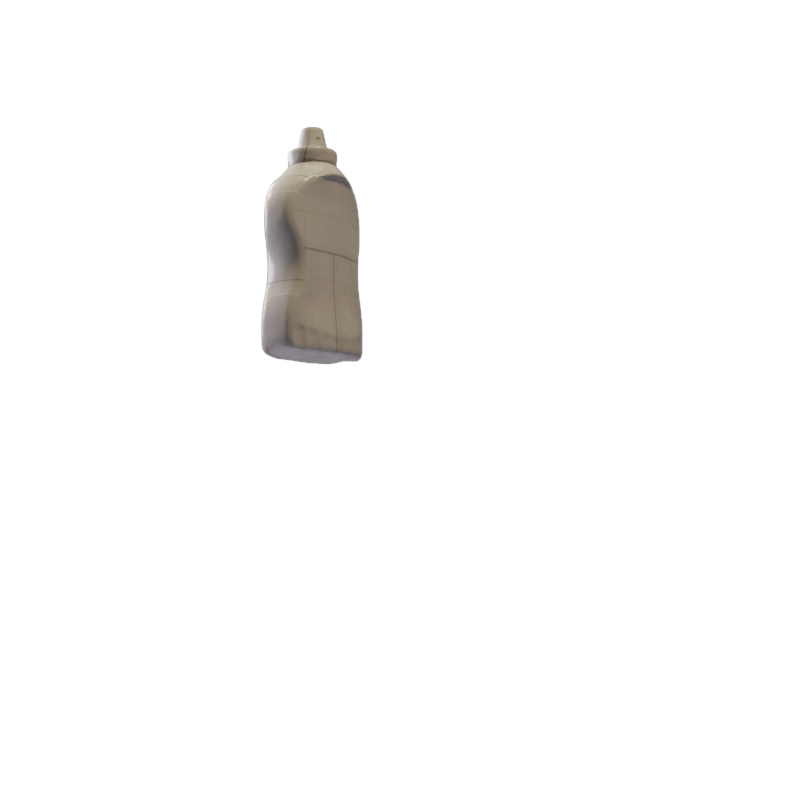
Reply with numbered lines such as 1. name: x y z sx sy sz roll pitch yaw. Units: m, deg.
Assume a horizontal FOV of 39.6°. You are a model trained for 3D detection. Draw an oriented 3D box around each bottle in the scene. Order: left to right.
1. bottle: -0.071 -0.129 0.901 0.060 0.197 0.091 -10 -14 37
